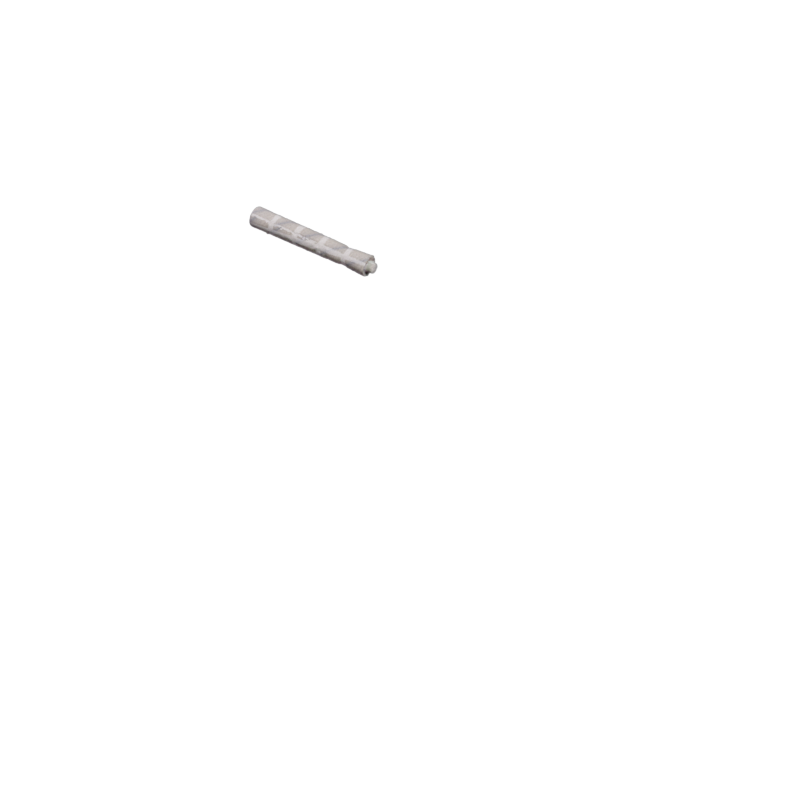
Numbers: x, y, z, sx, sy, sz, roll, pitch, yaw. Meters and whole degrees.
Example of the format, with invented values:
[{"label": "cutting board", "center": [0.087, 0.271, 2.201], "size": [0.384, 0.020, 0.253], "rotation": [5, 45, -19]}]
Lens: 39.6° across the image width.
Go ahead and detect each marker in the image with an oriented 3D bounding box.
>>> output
[{"label": "marker", "center": [-0.072, -0.132, 0.924], "size": [0.127, 0.019, 0.019], "rotation": [26, 14, 24]}]
